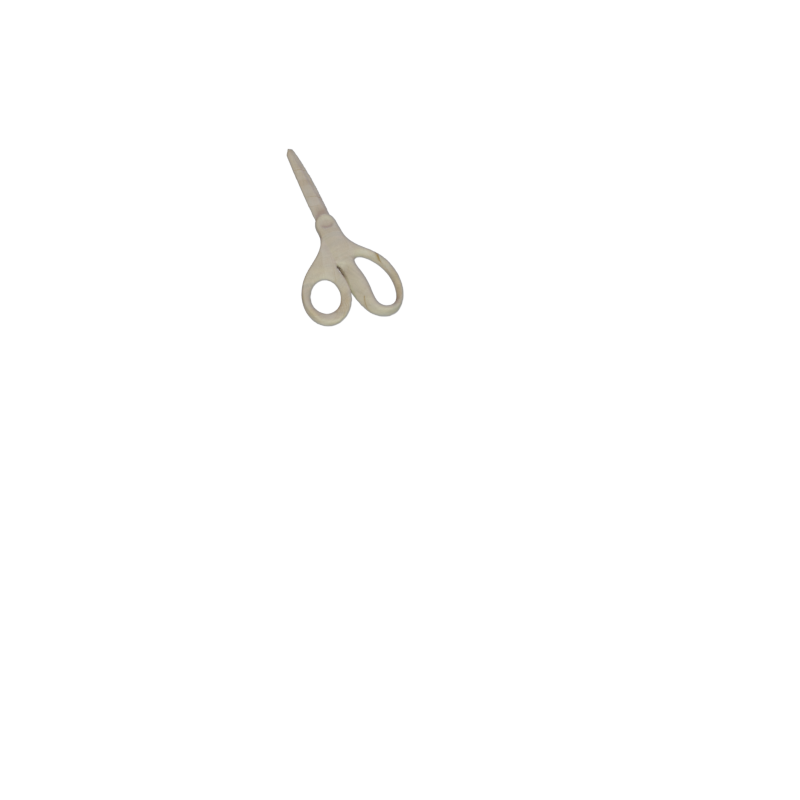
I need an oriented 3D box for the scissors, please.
[{"bbox_3d":[-0.078,-0.142,0.995,0.096,0.215,0.015,-32,-27,-19],"label":"scissors"}]
